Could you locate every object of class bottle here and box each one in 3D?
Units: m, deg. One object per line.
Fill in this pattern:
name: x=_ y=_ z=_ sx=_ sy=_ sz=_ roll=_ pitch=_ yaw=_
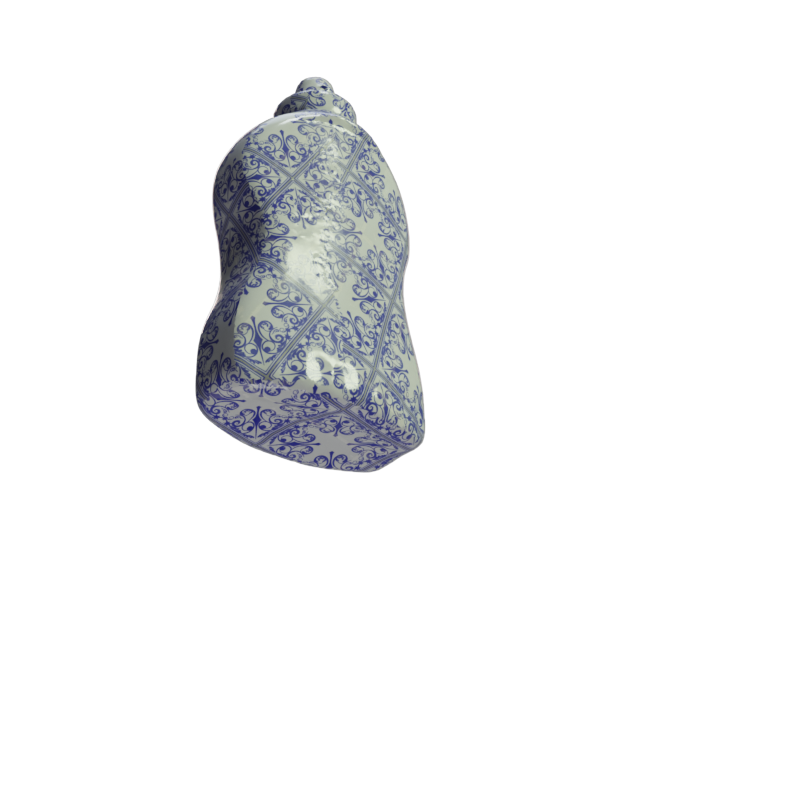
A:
bottle: x=-0.038 y=-0.070 z=0.492 sx=0.091 sy=0.205 sz=0.057 roll=20 pitch=-41 yaw=-29
